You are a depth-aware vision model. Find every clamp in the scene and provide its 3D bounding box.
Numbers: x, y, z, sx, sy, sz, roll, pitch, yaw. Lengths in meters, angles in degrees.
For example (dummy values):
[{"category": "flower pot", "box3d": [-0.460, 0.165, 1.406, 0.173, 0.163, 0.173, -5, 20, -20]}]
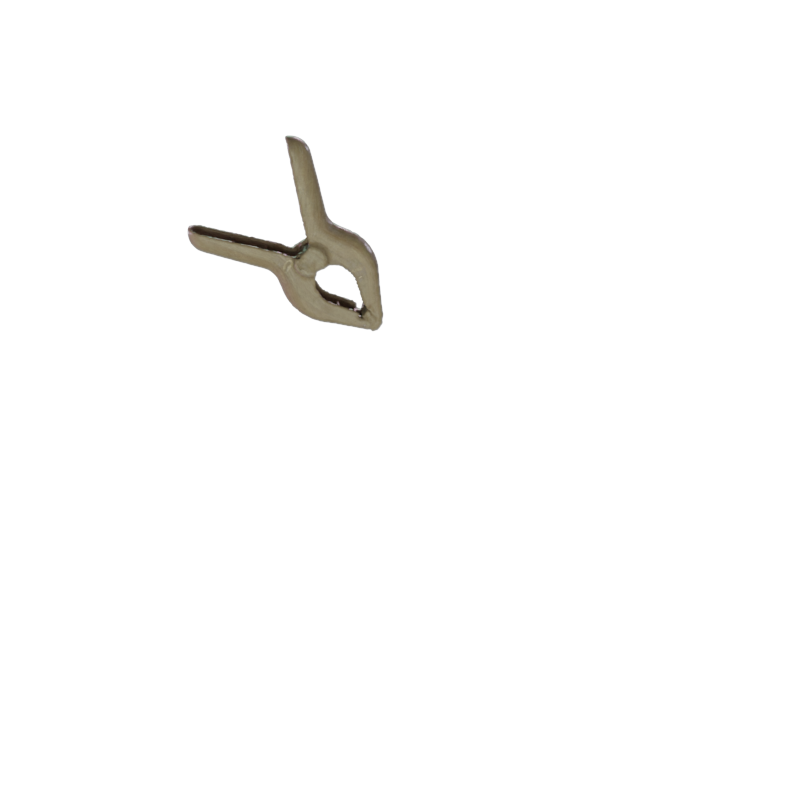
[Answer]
[{"category": "clamp", "box3d": [-0.069, -0.126, 0.882, 0.165, 0.118, 0.042, 35, 23, -17]}]
